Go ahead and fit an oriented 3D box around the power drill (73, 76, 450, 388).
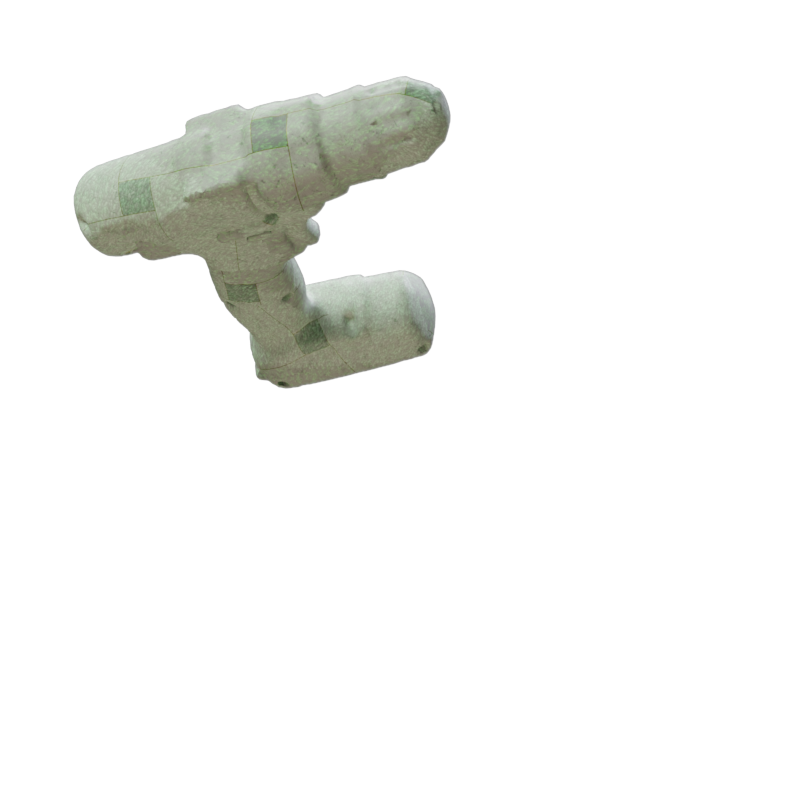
[{"bbox_3d":[-0.044,-0.081,0.566,0.187,0.061,0.173,-11,-33,17],"label":"power drill"}]
